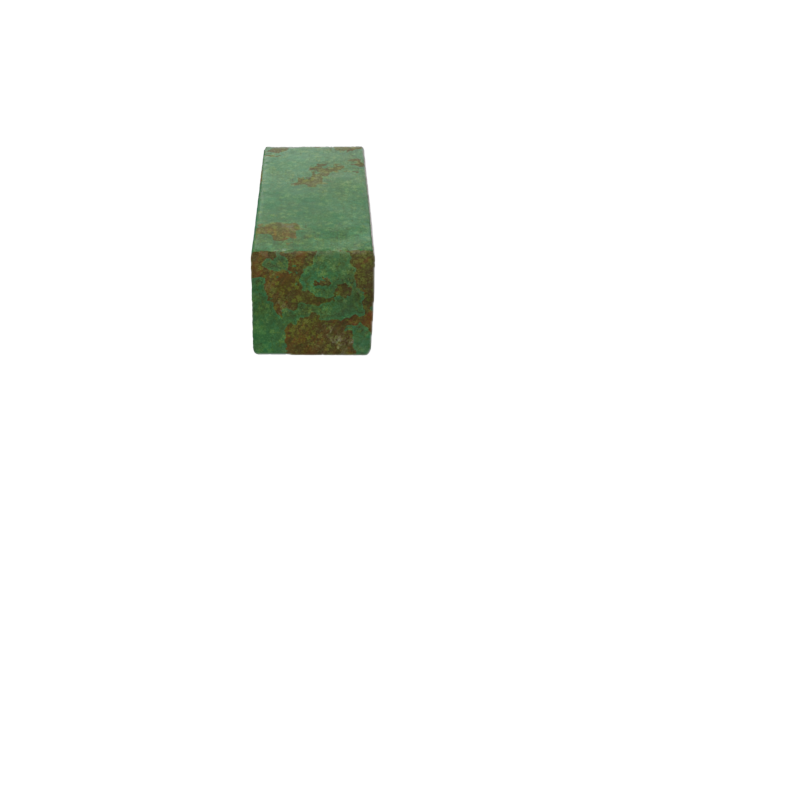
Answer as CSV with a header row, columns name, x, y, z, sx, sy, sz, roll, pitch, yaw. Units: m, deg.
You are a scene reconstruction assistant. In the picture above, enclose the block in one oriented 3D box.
name,x,y,z,sx,sy,sz,roll,pitch,yaw
block,-0.070,-0.128,0.901,0.090,0.085,0.219,0,32,-4
